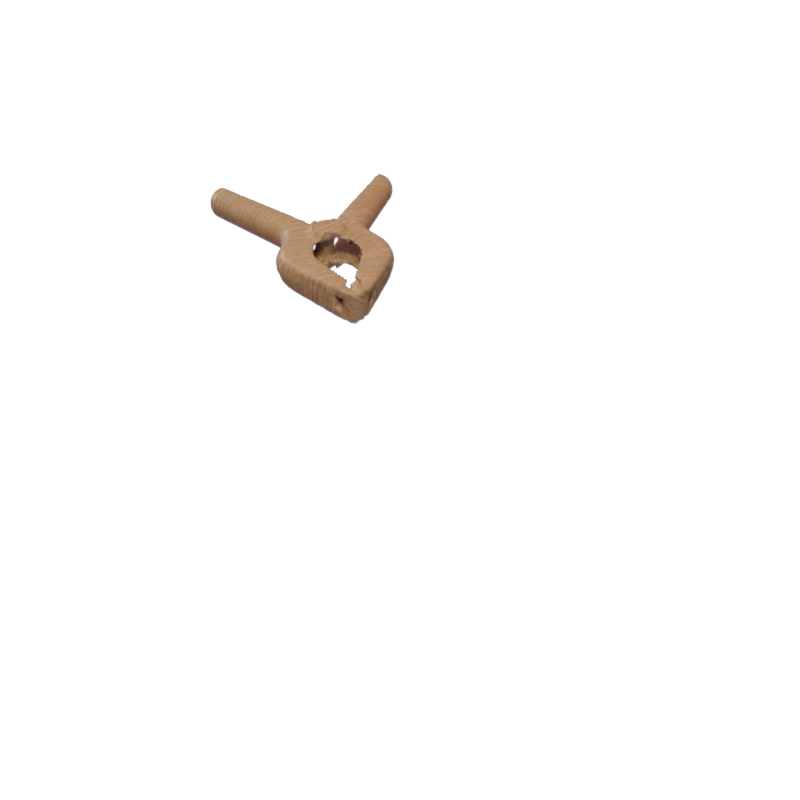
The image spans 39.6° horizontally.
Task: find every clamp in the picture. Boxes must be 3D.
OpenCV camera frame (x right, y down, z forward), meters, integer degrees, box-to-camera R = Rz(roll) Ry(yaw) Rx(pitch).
[{"bbox_3d":[-0.072,-0.131,0.919,0.163,0.034,0.226,-5,36,-7],"label":"clamp"}]
